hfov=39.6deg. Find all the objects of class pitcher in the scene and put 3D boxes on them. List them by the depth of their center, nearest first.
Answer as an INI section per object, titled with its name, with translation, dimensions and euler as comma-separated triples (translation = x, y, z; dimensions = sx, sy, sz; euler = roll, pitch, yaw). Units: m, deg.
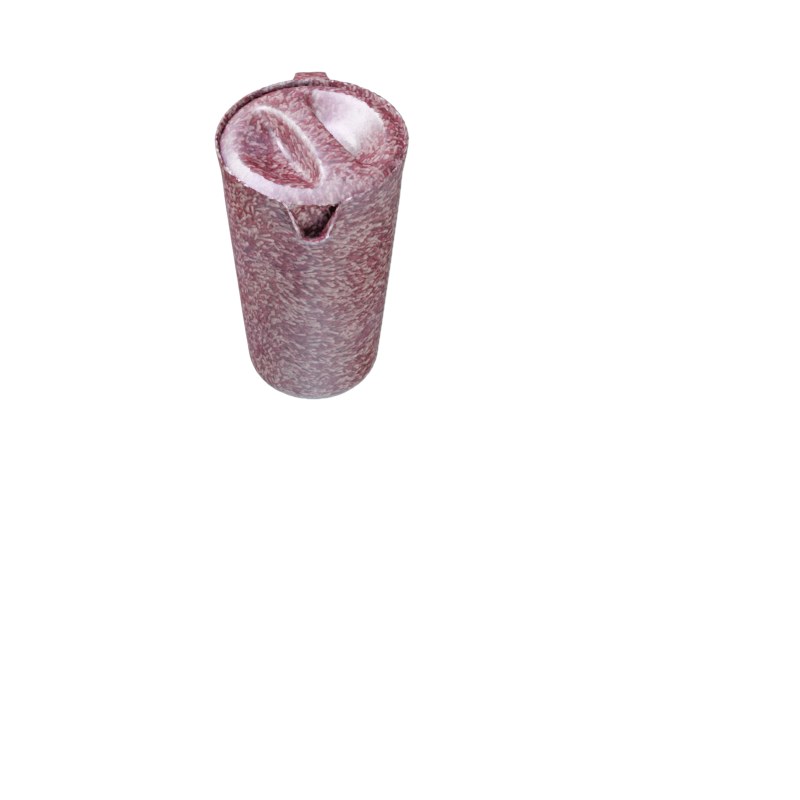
[pitcher]
translation = -0.066, -0.121, 0.849
dimensions = 0.153, 0.226, 0.151
euler = 35, 56, 24
